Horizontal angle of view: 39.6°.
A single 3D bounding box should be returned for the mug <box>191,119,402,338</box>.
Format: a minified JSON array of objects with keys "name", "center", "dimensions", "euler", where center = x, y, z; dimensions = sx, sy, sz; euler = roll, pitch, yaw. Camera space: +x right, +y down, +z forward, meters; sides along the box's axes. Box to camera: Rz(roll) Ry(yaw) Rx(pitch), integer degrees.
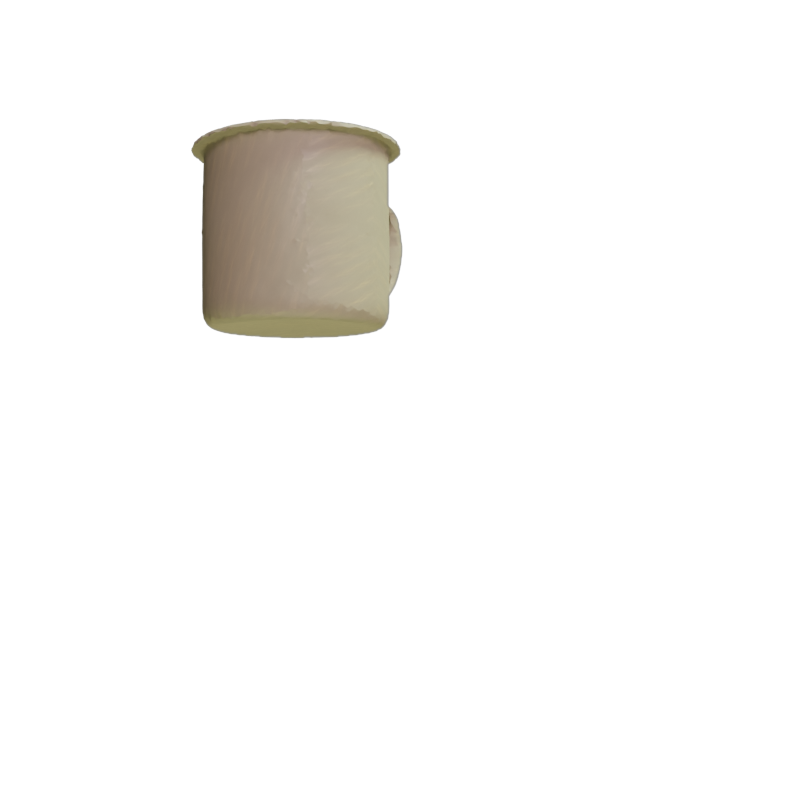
[{"name":"mug","center":[-0.039,-0.071,0.498],"dimensions":[0.096,0.083,0.111],"euler":[-5,-8,36]}]
